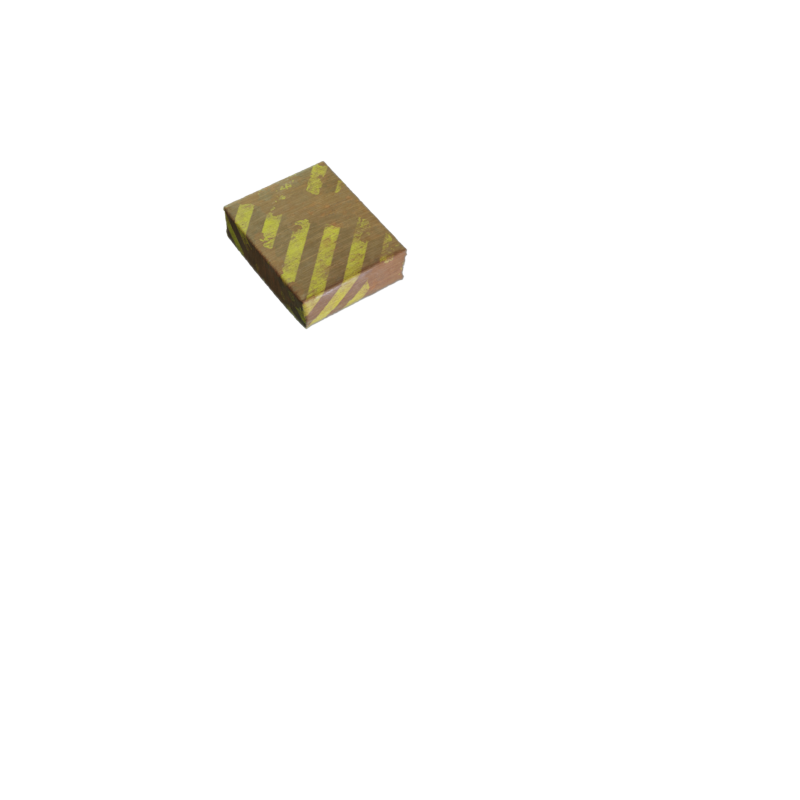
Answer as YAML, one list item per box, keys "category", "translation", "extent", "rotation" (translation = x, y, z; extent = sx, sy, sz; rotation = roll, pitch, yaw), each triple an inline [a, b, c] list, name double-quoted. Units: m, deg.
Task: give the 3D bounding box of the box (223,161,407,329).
- category: "box"
  translation: [-0.064, -0.116, 0.813]
  extent: [0.090, 0.122, 0.036]
  rotation: [-28, -31, -20]
